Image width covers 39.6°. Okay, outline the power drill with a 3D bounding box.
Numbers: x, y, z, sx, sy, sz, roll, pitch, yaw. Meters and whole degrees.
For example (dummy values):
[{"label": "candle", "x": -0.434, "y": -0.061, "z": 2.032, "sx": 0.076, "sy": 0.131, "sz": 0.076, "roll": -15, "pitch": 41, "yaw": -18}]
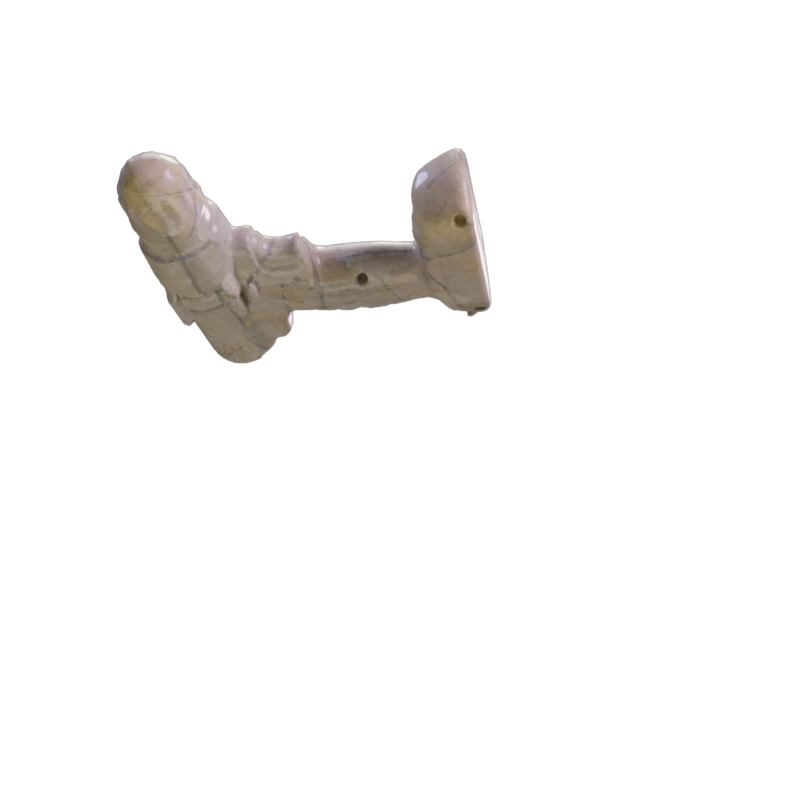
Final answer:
[{"label": "power drill", "x": -0.049, "y": -0.090, "z": 0.629, "sx": 0.190, "sy": 0.061, "sz": 0.171, "roll": -7, "pitch": -29, "yaw": 12}]
